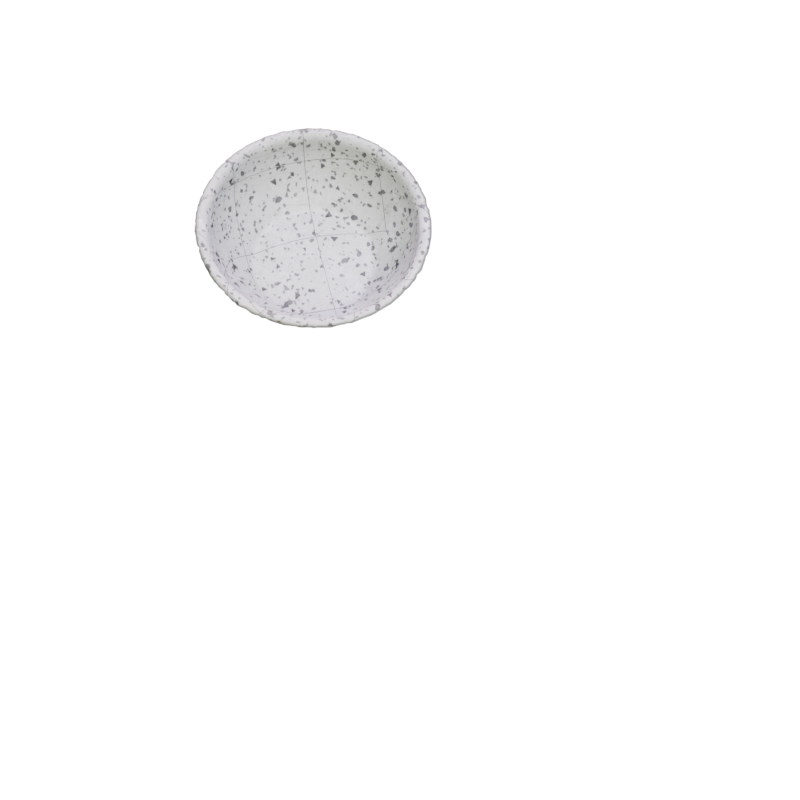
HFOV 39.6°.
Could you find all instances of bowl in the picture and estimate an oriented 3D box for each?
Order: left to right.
[{"bbox_3d":[-0.061,-0.111,0.779,0.162,0.172,0.052,-1,-29,-1],"label":"bowl"}]
